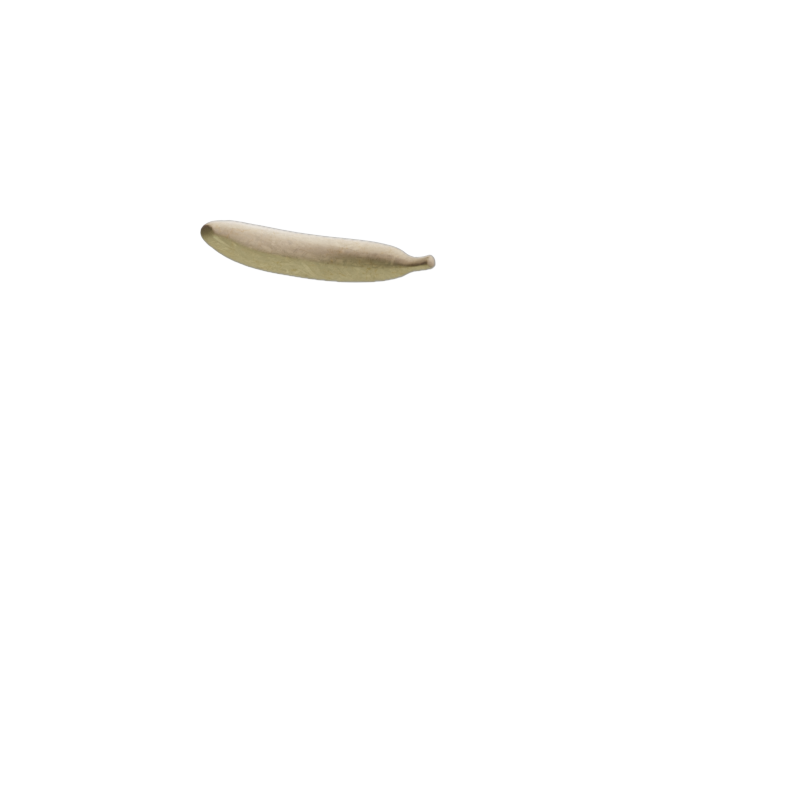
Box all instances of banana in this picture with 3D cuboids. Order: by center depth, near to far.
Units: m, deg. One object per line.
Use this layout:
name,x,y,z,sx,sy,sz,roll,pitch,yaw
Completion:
banana,-0.074,-0.126,0.931,0.193,0.038,0.068,4,-17,-15
